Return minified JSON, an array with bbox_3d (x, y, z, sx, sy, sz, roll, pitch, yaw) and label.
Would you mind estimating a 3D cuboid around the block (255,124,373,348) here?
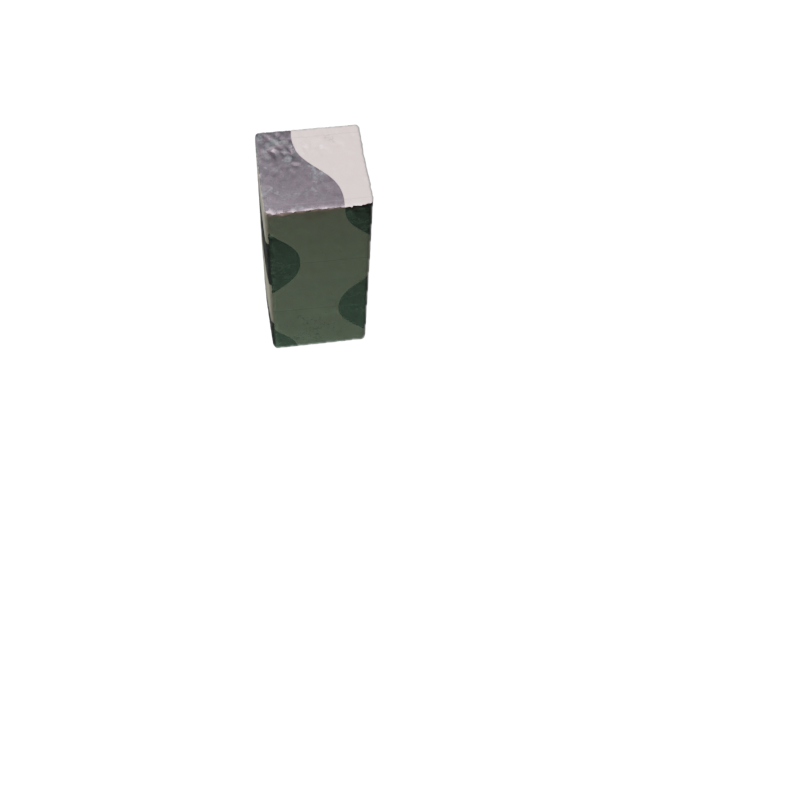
[{"bbox_3d":[-0.078,-0.141,0.989,0.090,0.097,0.193,-6,-31,-7],"label":"block"}]
